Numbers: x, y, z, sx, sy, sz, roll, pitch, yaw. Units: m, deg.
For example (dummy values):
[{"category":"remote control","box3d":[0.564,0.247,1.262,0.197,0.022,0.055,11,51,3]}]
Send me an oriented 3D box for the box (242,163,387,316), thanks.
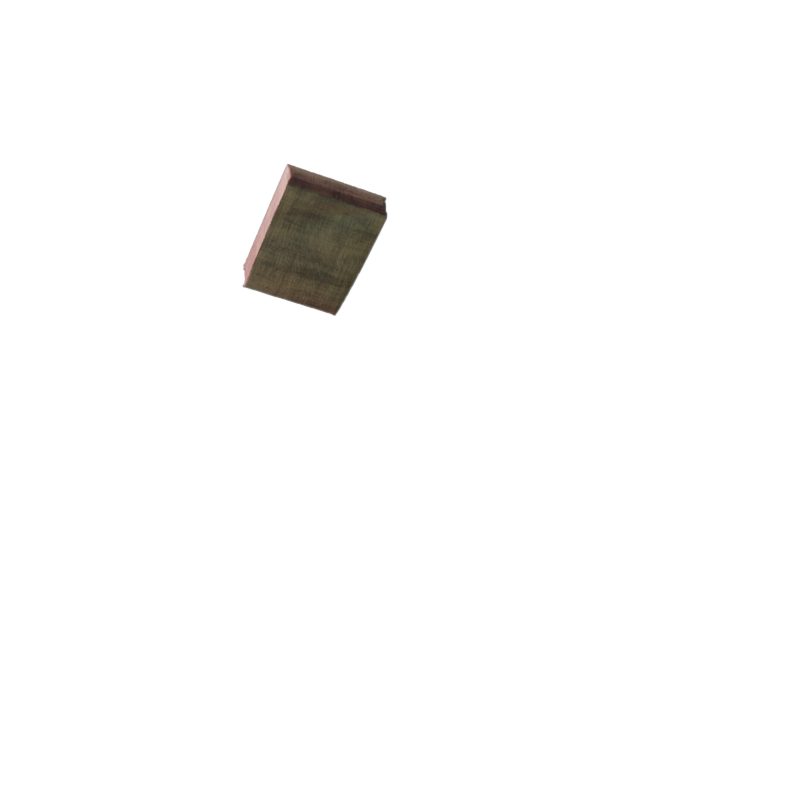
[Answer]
[{"category":"box","box3d":[-0.073,-0.133,0.930,0.088,0.109,0.041,19,32,-13]}]
